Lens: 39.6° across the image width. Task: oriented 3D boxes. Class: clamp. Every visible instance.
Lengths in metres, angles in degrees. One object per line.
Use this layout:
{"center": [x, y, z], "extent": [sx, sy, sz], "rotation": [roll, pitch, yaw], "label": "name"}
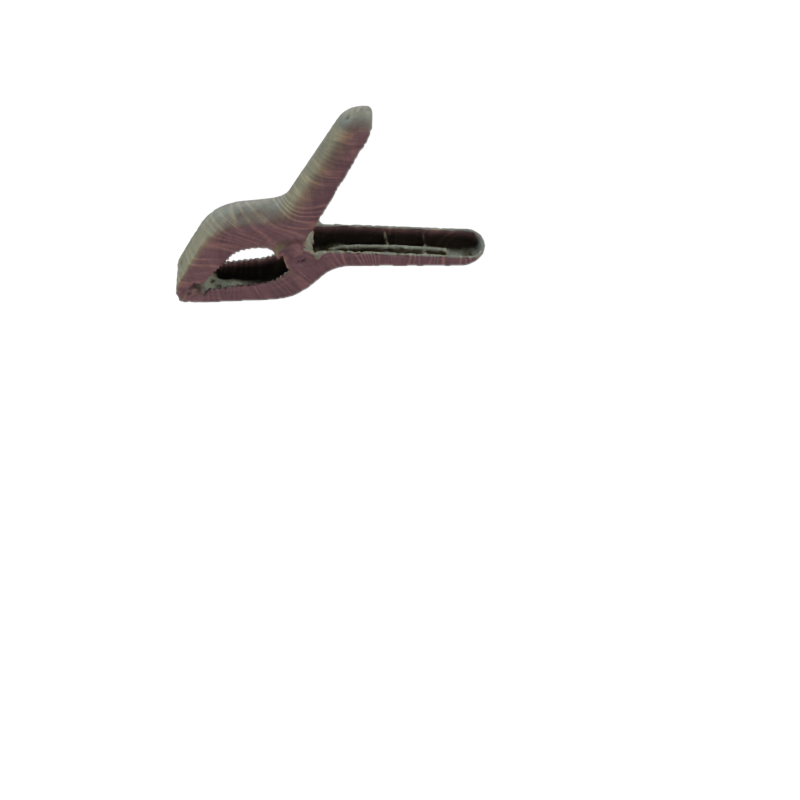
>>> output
{"center": [-0.058, -0.107, 0.747], "extent": [0.211, 0.039, 0.153], "rotation": [-22, -38, 31], "label": "clamp"}
